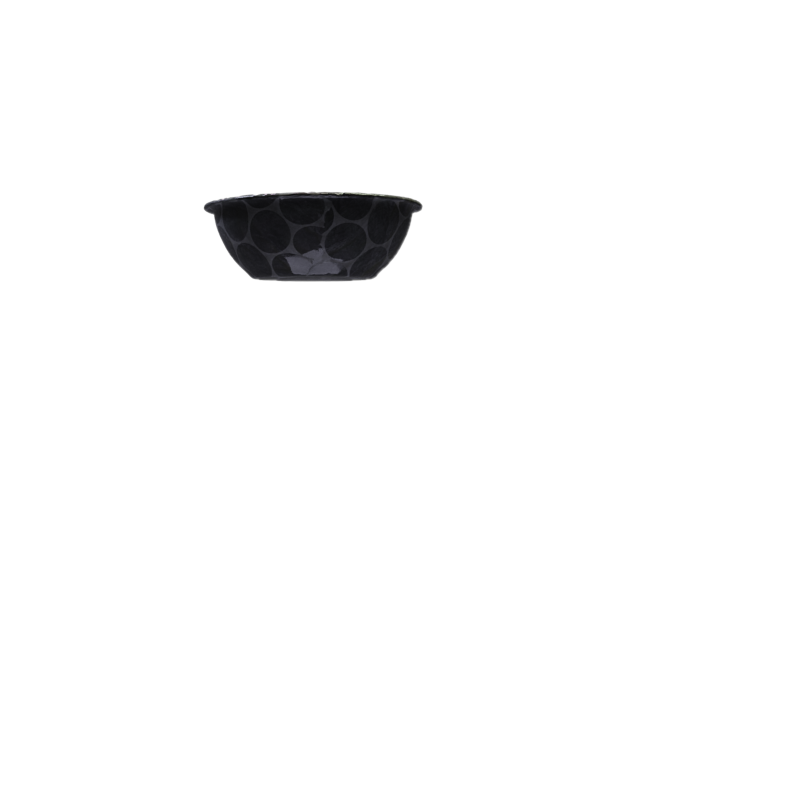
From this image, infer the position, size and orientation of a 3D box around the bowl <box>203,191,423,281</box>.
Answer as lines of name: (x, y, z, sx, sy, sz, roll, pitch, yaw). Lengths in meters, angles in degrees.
bowl: (-0.064, -0.117, 0.817, 0.162, 0.055, 0.162, 0, 3, -2)
